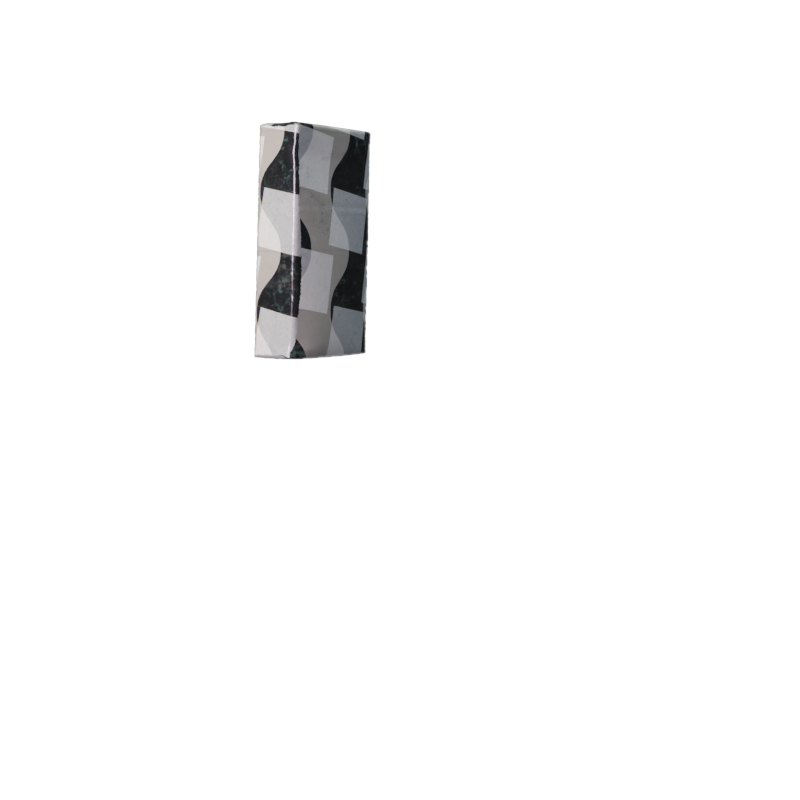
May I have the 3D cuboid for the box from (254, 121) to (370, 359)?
[{"bbox_3d":[-0.067,-0.122,0.853,0.050,0.177,0.090,-1,0,37],"label":"box"}]
